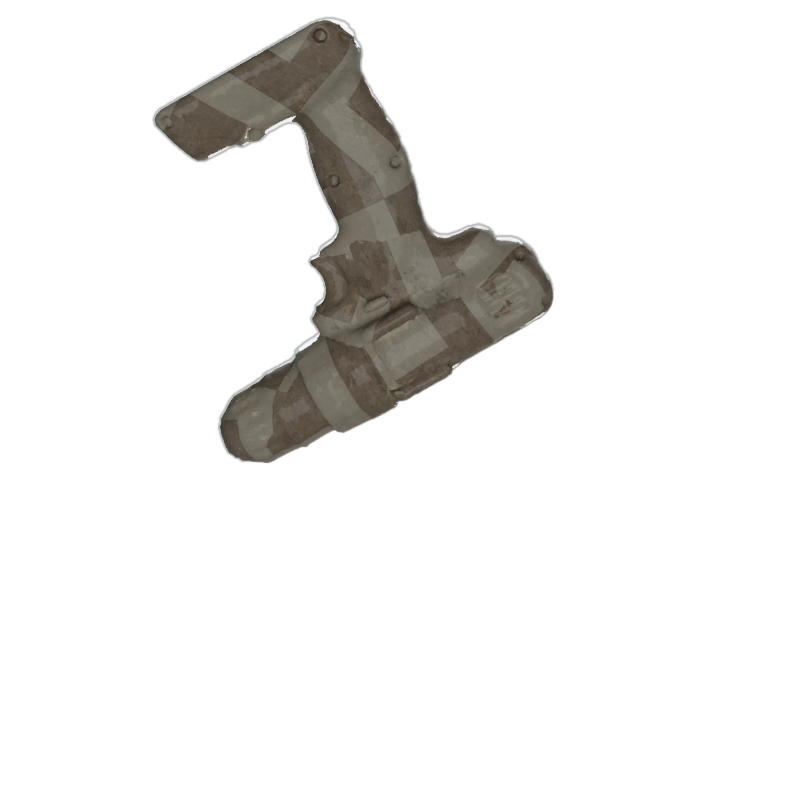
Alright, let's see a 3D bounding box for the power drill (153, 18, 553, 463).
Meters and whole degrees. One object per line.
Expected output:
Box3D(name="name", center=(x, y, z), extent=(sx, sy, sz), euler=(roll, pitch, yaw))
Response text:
Box3D(name="power drill", center=(-0.043, -0.079, 0.552), extent=(0.184, 0.183, 0.059), euler=(-30, 9, 5))
